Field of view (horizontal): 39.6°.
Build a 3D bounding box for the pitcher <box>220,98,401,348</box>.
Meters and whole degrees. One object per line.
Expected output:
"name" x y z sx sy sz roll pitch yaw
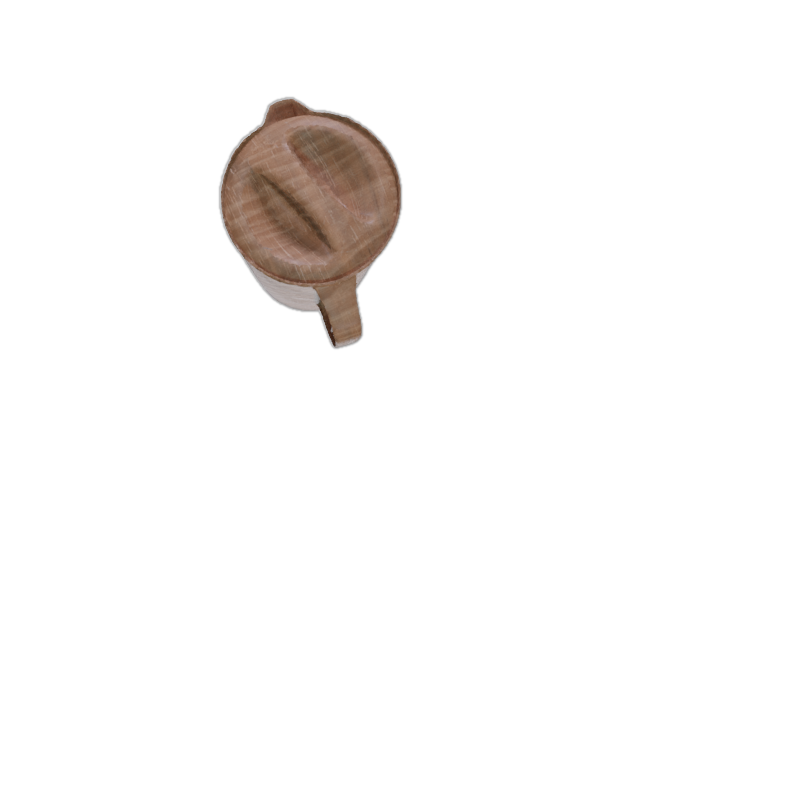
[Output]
"pitcher" -0.072 -0.131 0.919 0.146 0.151 0.239 27 -7 0
